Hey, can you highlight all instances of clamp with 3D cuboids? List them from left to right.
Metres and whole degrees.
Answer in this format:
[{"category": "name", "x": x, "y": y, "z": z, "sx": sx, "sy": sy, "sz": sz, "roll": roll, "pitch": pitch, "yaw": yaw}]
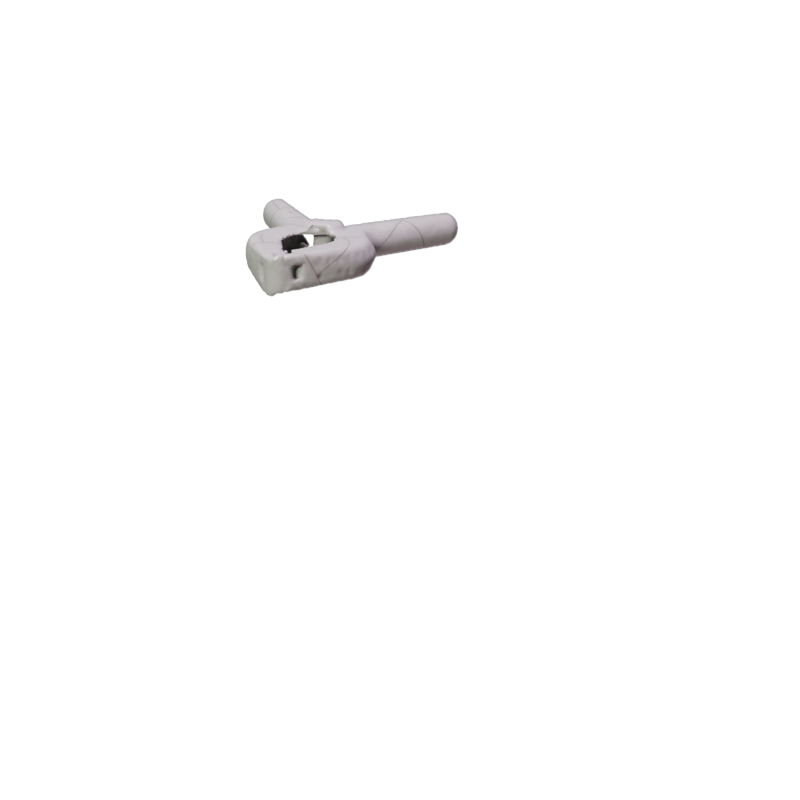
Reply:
[{"category": "clamp", "x": -0.066, "y": -0.120, "z": 0.839, "sx": 0.170, "sy": 0.035, "sz": 0.211, "roll": 9, "pitch": 22, "yaw": 22}]
